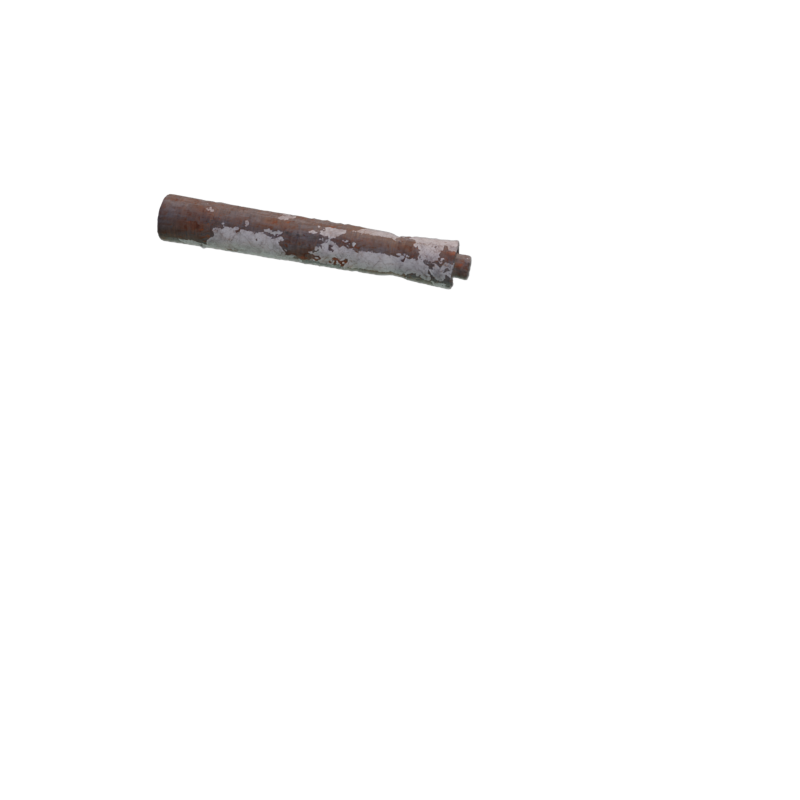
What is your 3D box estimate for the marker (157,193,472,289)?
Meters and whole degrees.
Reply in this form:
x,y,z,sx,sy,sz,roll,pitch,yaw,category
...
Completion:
x,y,z,sx,sy,sz,roll,pitch,yaw,category
-0.033,-0.061,0.426,0.123,0.020,0.020,11,6,10,marker
